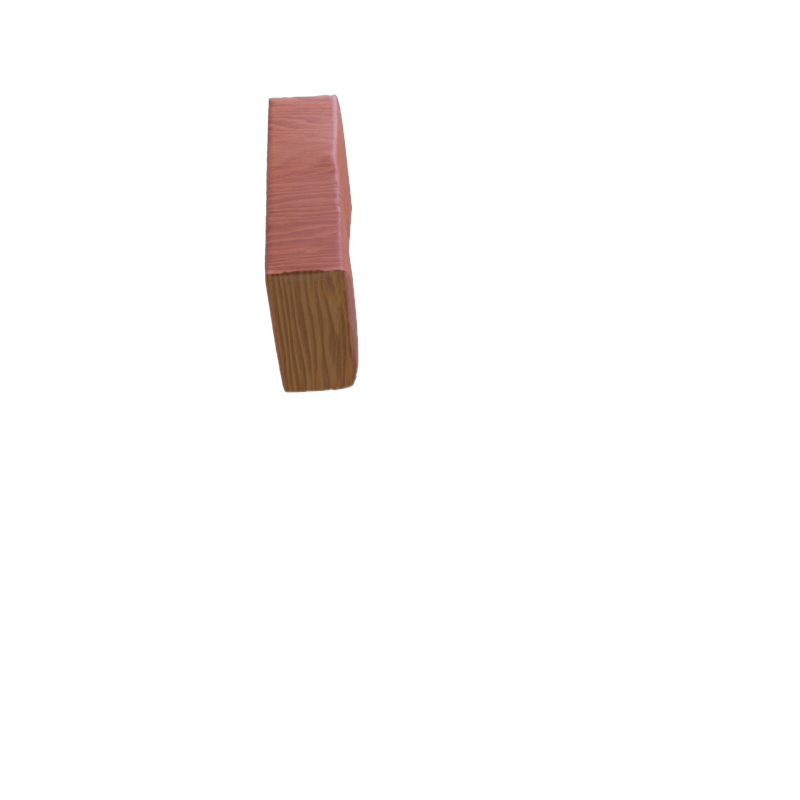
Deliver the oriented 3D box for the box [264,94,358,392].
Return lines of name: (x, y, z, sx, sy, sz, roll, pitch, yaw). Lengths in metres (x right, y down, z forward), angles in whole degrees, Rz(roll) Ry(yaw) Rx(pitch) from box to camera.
box: (-0.077, -0.140, 0.983, 0.072, 0.229, 0.152, -3, -38, 0)
